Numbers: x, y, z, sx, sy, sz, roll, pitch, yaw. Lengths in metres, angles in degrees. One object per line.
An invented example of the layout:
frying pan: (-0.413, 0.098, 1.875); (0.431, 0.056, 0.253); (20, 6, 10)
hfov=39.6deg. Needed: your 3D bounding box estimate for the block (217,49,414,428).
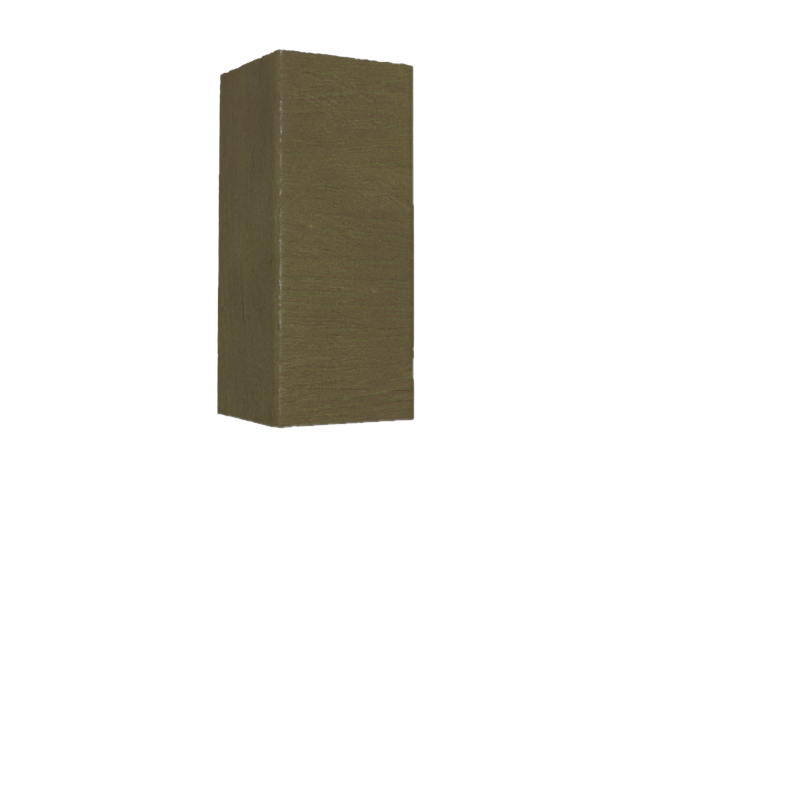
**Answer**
block: (-0.052, -0.094, 0.658); (0.088, 0.207, 0.093); (1, -2, -30)
